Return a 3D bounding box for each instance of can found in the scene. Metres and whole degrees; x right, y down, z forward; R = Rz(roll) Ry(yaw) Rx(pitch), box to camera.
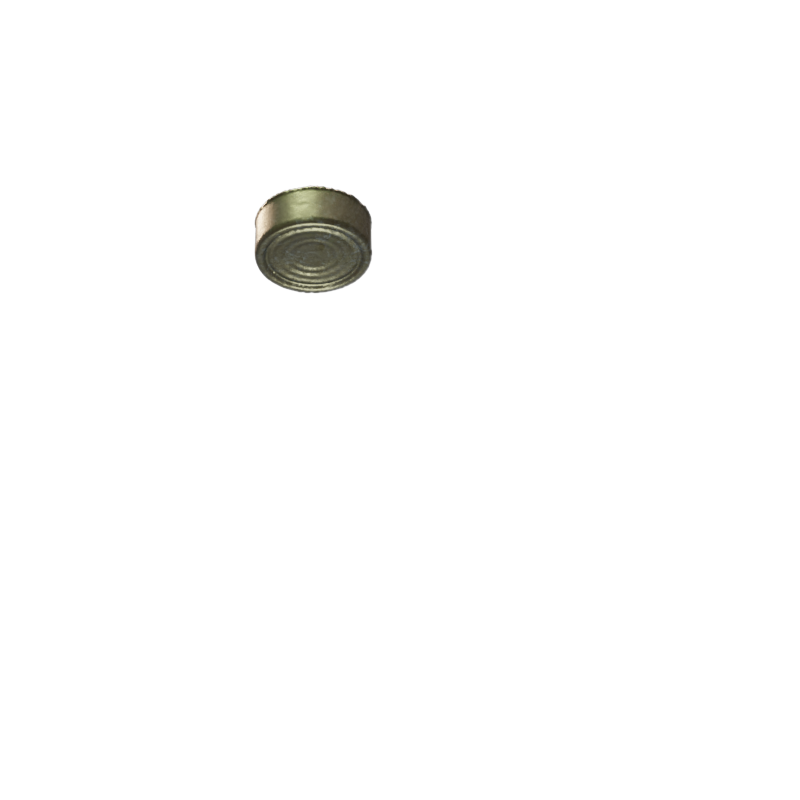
[{"bbox_3d":[-0.063,-0.114,0.801,0.086,0.036,0.080,1,-34,-2],"label":"can"}]
